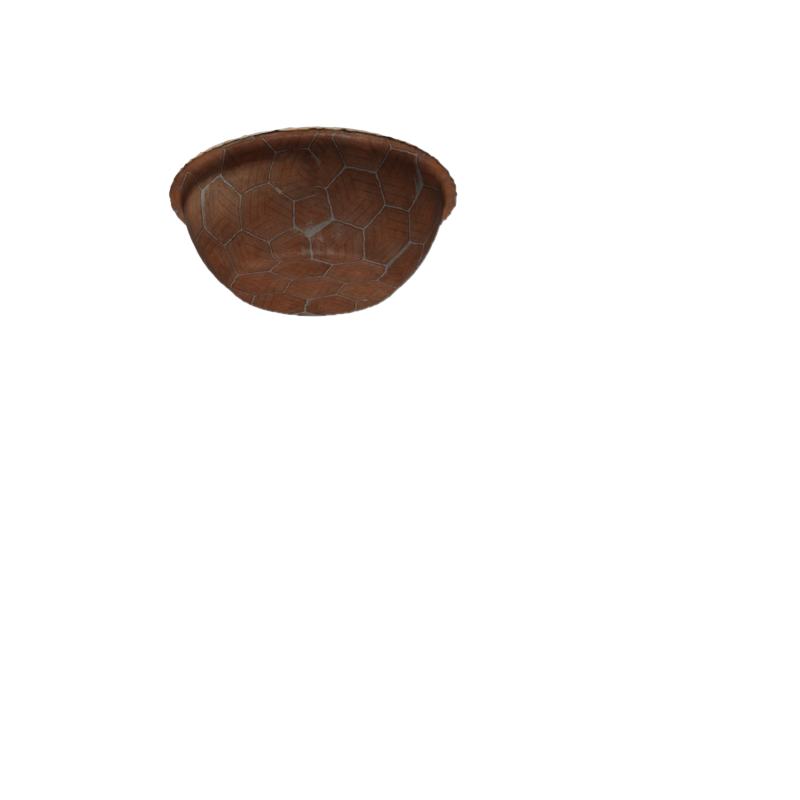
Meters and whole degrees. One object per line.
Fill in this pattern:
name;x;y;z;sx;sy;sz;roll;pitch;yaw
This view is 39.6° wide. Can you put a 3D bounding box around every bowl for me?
bowl;-0.048;-0.088;0.615;0.162;0.058;0.155;0;-18;-2
